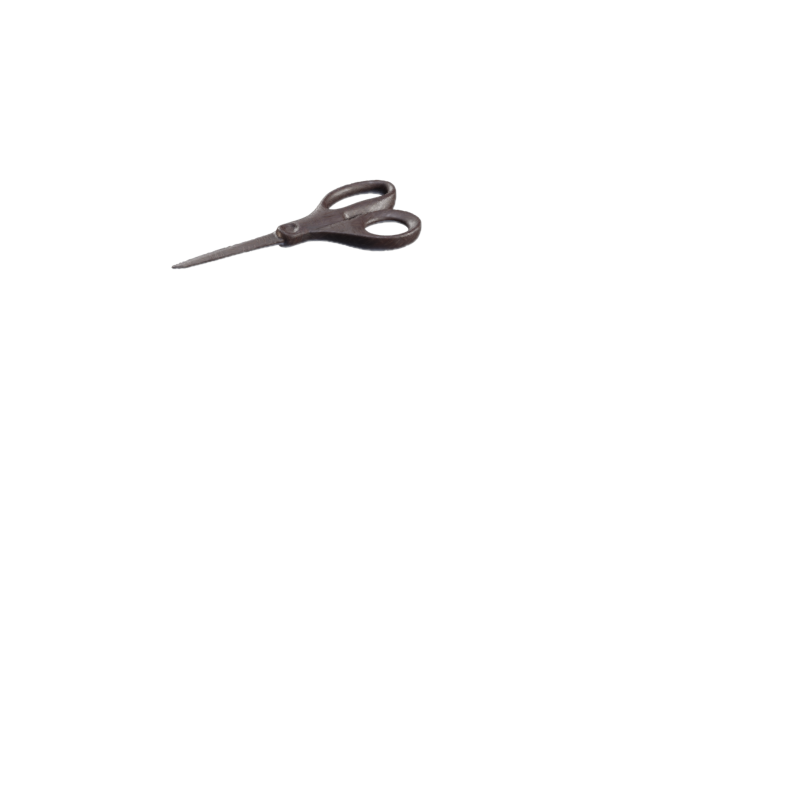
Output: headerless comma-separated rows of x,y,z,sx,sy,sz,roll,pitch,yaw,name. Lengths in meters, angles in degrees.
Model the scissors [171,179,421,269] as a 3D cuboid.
-0.067,-0.121,0.849,0.103,0.015,0.202,31,48,33,scissors
